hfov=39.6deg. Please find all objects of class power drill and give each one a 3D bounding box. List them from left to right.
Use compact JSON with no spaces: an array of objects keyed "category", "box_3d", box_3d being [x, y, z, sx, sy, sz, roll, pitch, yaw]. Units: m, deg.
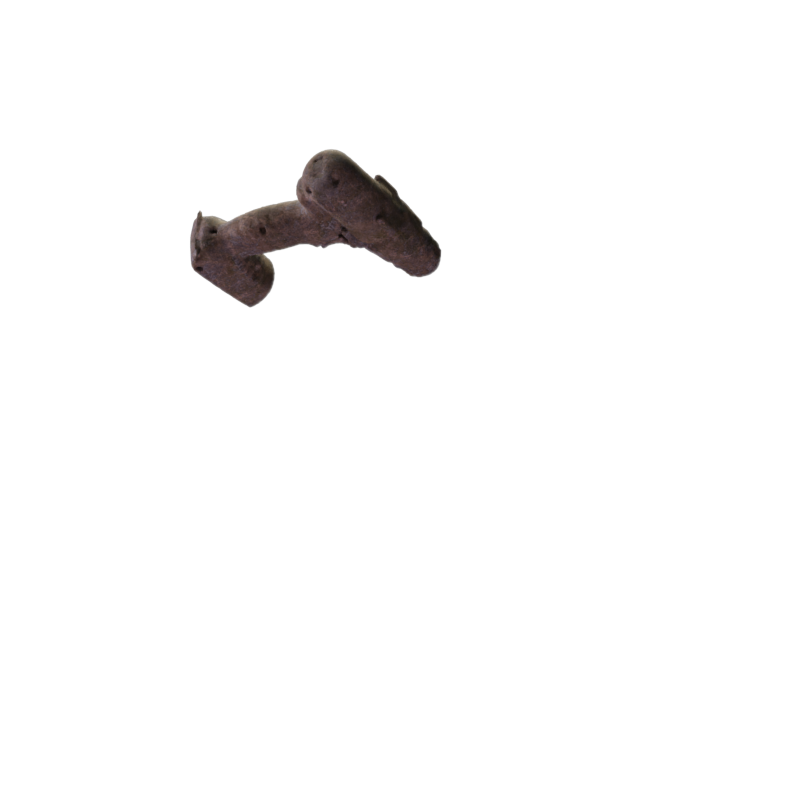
[{"category":"power drill","box_3d":[-0.077,-0.141,0.986,0.190,0.061,0.171,-17,-33,28]}]
